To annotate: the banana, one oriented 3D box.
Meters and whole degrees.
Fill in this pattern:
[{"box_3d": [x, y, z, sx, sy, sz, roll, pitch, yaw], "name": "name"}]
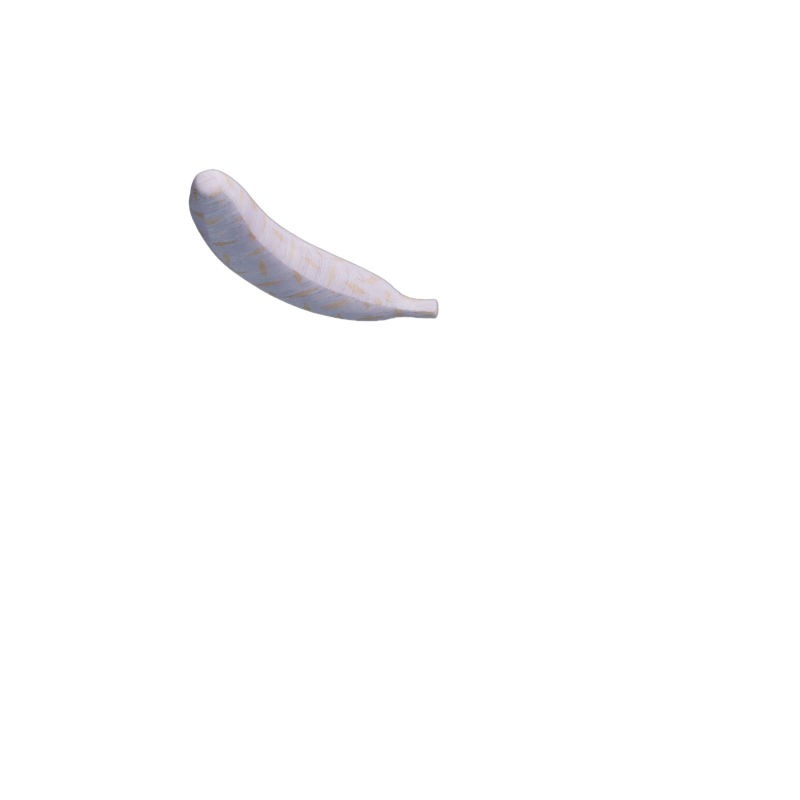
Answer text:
[{"box_3d": [-0.061, -0.084, 0.635, 0.070, 0.039, 0.185, -18, -27, 37], "name": "banana"}]
